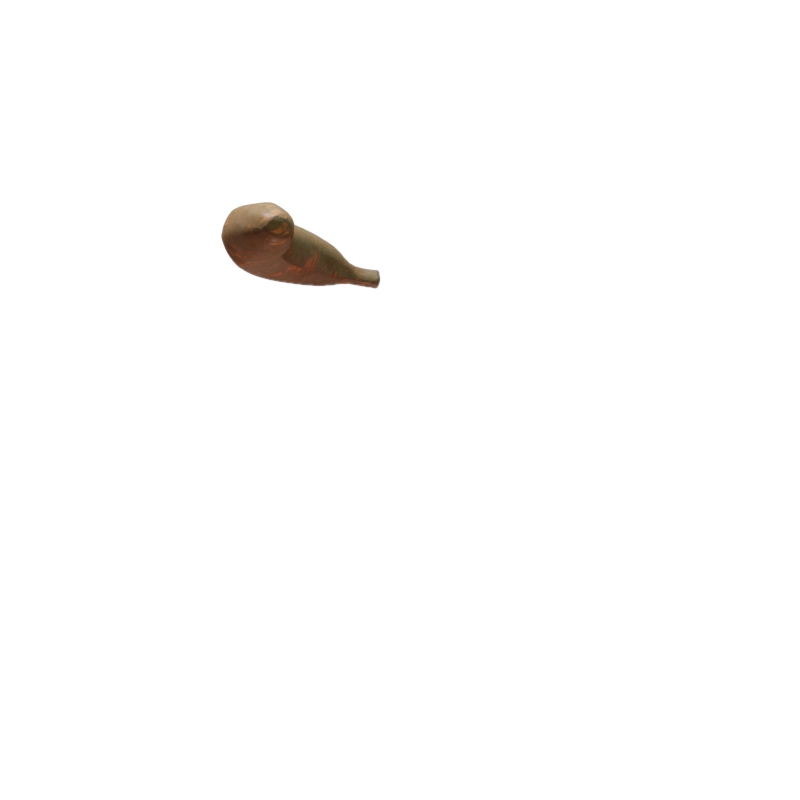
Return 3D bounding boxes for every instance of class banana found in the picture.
[{"bbox_3d":[-0.068,-0.093,0.658,0.071,0.037,0.192,-1,-1,14],"label":"banana"}]
